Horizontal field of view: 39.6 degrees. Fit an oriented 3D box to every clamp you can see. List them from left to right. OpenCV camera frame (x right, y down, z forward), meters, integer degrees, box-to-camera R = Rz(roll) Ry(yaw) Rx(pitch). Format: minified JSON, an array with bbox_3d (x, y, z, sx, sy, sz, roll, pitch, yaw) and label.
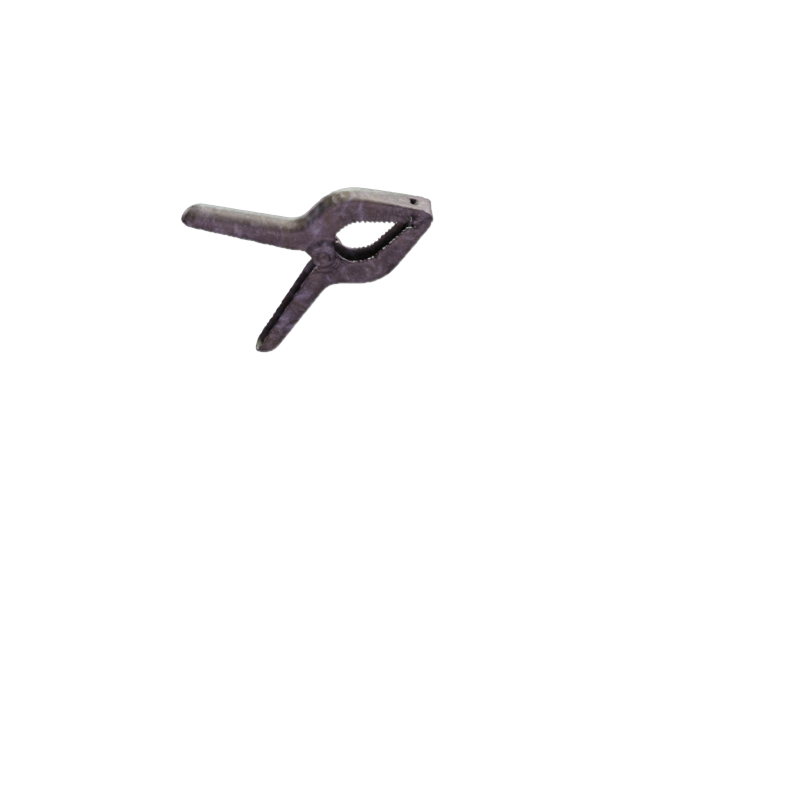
[{"bbox_3d":[-0.076,-0.138,0.969,0.210,0.153,0.039,-24,33,16],"label":"clamp"}]
